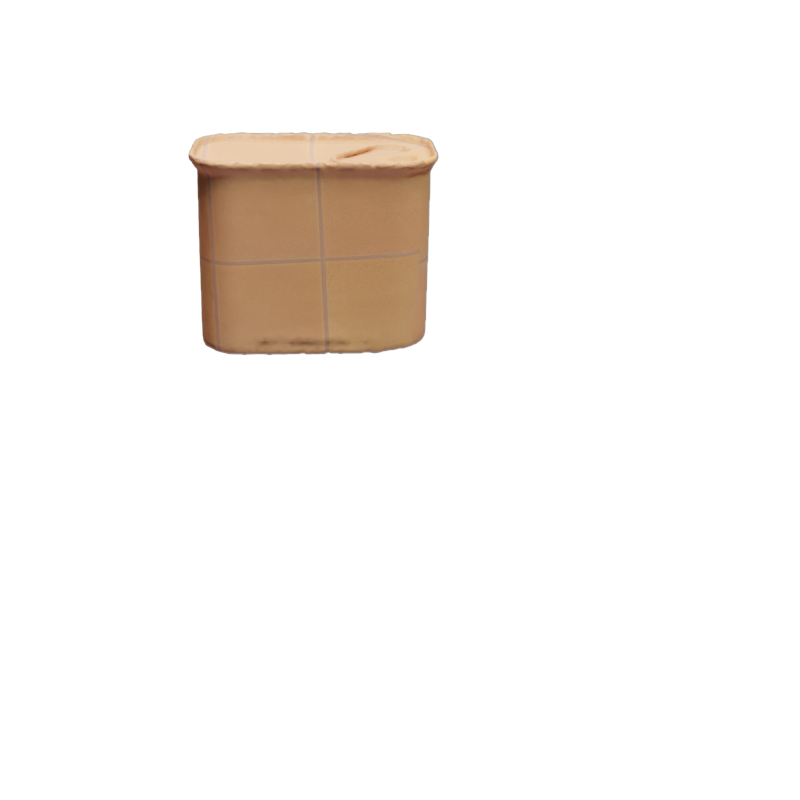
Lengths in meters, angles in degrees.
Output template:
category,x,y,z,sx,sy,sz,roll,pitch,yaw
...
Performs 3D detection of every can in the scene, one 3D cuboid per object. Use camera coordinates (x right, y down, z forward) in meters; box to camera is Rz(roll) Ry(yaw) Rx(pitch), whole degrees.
category,x,y,z,sx,sy,sz,roll,pitch,yaw
can,-0.037,-0.067,0.473,0.102,0.080,0.060,0,20,-2
